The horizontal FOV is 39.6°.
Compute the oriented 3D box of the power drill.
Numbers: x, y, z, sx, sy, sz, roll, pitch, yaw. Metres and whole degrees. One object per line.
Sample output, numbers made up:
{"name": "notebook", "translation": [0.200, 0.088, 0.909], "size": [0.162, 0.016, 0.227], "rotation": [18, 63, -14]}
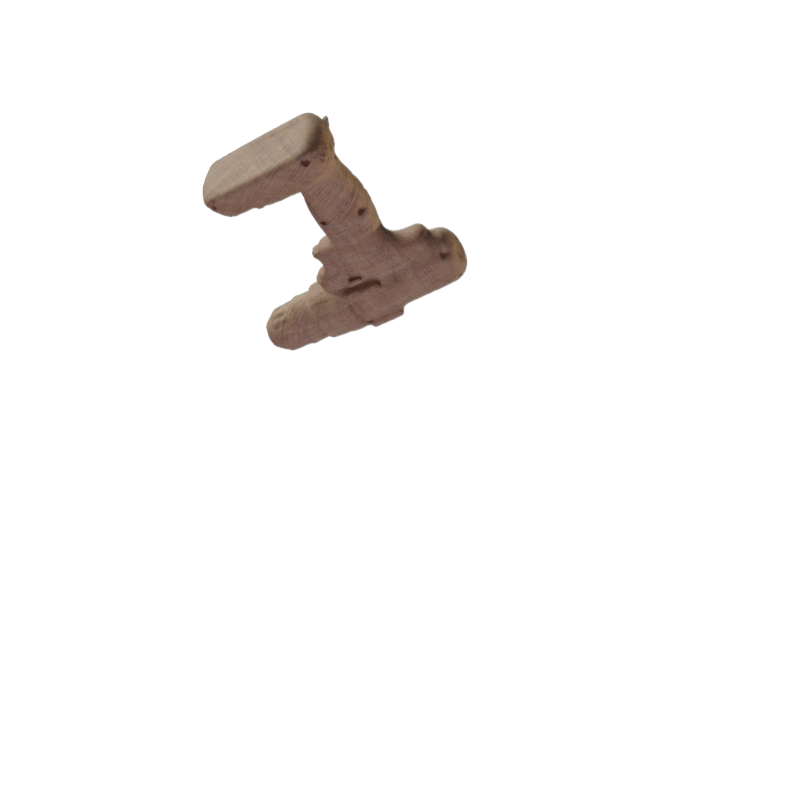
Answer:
{"name": "power drill", "translation": [-0.068, -0.123, 0.864], "size": [0.185, 0.062, 0.174], "rotation": [-25, -48, 24]}
